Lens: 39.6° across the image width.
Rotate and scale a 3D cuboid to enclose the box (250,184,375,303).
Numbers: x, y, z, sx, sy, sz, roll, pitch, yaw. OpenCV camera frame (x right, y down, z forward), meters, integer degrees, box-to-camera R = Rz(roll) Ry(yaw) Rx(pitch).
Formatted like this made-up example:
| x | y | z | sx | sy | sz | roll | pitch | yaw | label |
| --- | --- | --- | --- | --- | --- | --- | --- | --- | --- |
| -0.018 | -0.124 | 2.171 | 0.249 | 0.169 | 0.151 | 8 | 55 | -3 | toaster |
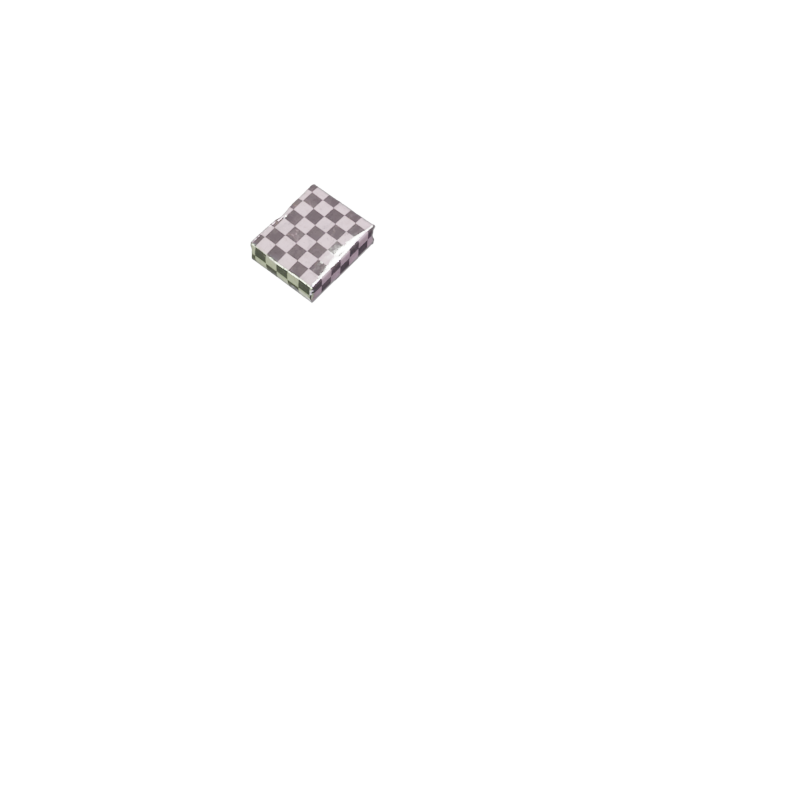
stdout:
| x | y | z | sx | sy | sz | roll | pitch | yaw | label |
| --- | --- | --- | --- | --- | --- | --- | --- | --- | --- |
| -0.077 | -0.141 | 0.987 | 0.077 | 0.091 | 0.028 | 35 | -25 | 19 | box |
